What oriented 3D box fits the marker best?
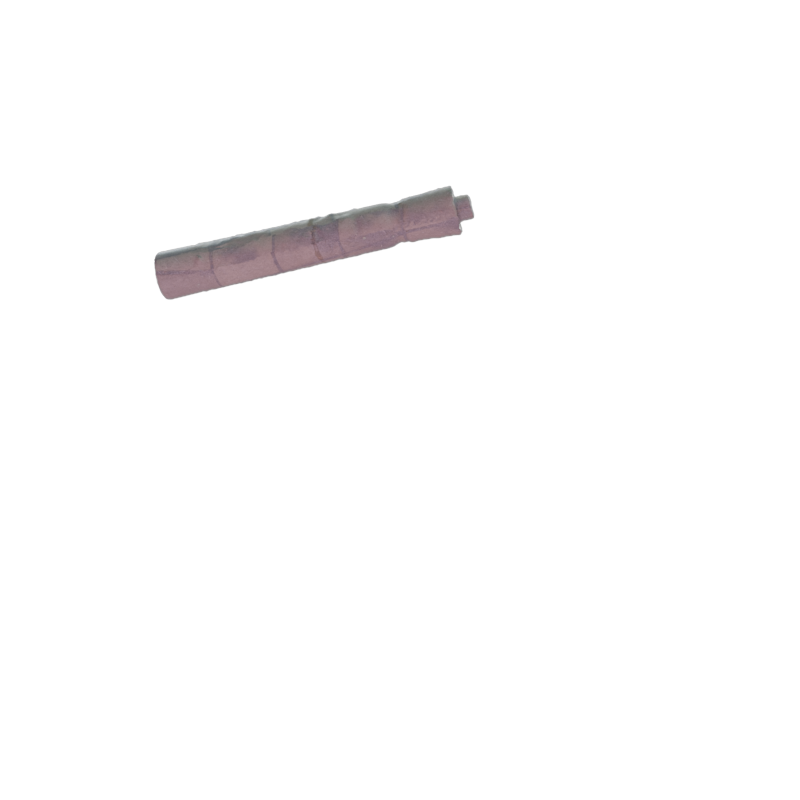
[{"bbox_3d":[-0.033,-0.060,0.417,0.122,0.020,0.020,-12,2,9],"label":"marker"}]
